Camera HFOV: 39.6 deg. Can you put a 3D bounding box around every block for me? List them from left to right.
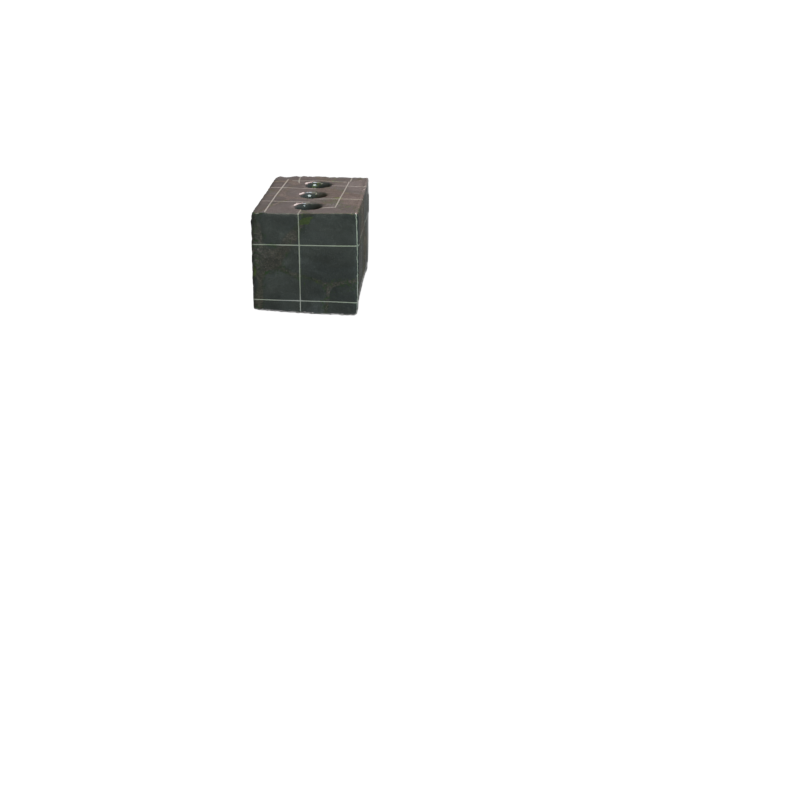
[{"bbox_3d":[-0.044,-0.081,0.567,0.053,0.049,0.081,2,22,3],"label":"block"}]
